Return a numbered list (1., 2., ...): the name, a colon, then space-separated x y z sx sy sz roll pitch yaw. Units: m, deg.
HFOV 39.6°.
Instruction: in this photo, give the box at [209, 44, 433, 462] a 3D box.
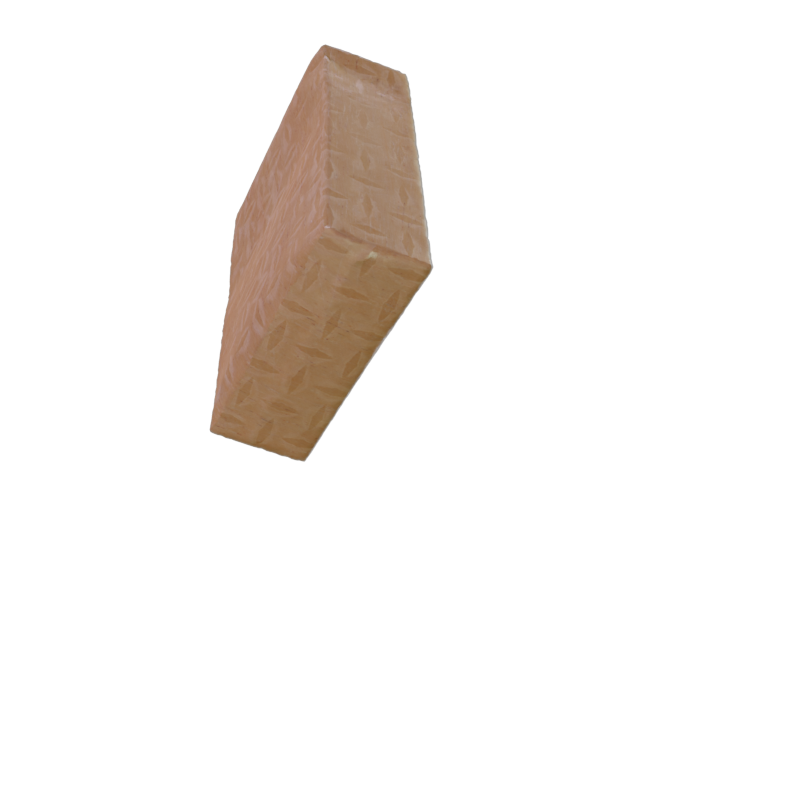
1. box: -0.054 -0.099 0.690 0.069 0.158 0.229 19 37 -20
